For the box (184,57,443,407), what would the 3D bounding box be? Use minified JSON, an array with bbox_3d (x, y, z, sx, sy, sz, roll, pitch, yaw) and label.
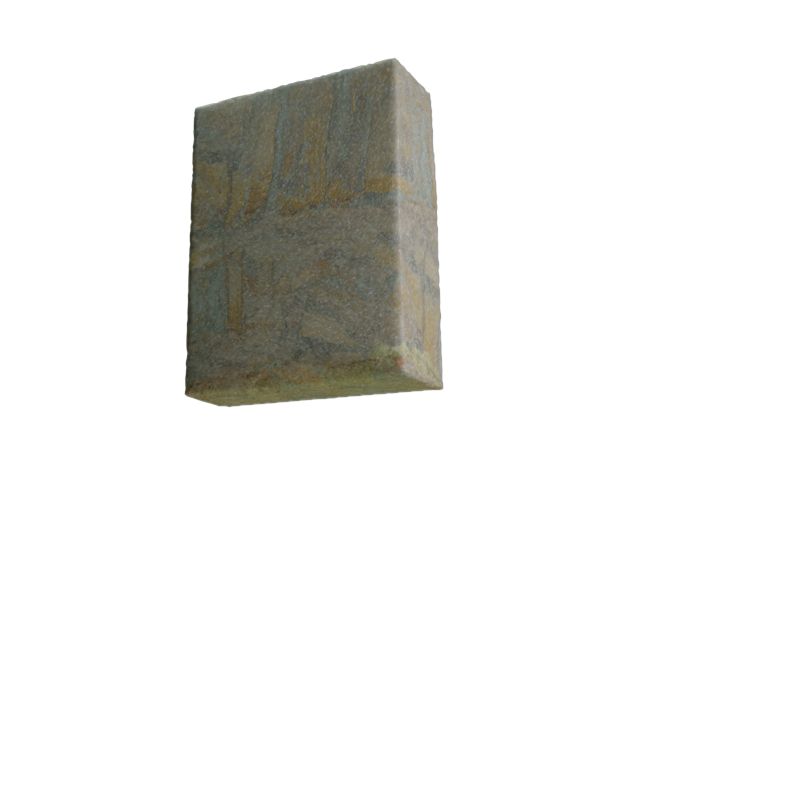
[{"bbox_3d":[-0.059,-0.108,0.760,0.168,0.223,0.067,-8,-18,25],"label":"box"}]
